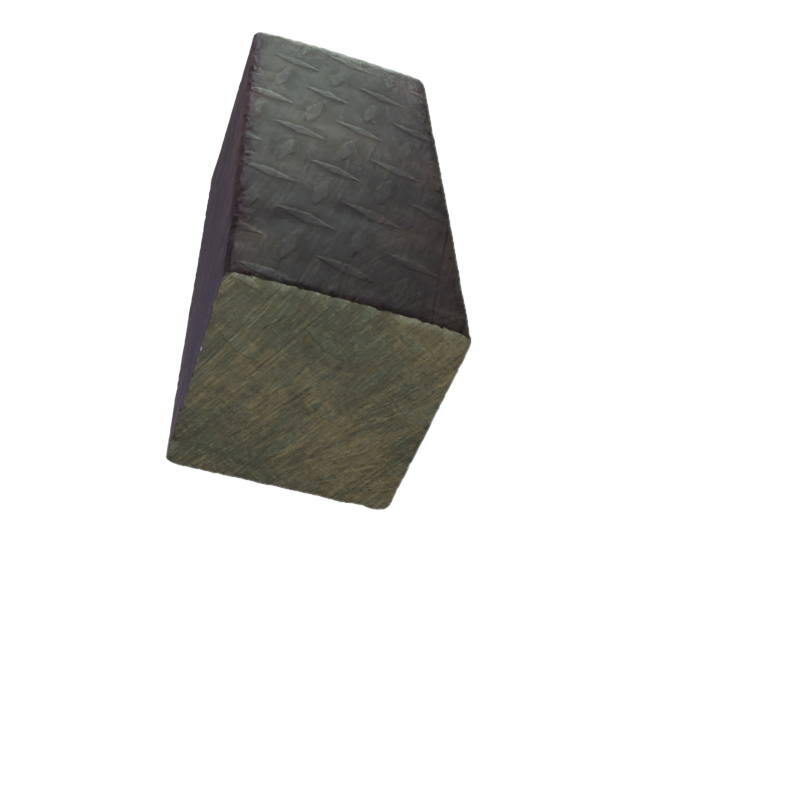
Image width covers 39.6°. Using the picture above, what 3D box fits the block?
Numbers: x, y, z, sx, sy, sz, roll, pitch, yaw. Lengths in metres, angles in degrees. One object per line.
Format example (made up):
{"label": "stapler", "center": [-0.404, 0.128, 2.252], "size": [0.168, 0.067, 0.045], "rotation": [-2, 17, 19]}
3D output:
{"label": "block", "center": [-0.037, -0.068, 0.476], "size": [0.088, 0.087, 0.221], "rotation": [14, 35, -14]}
